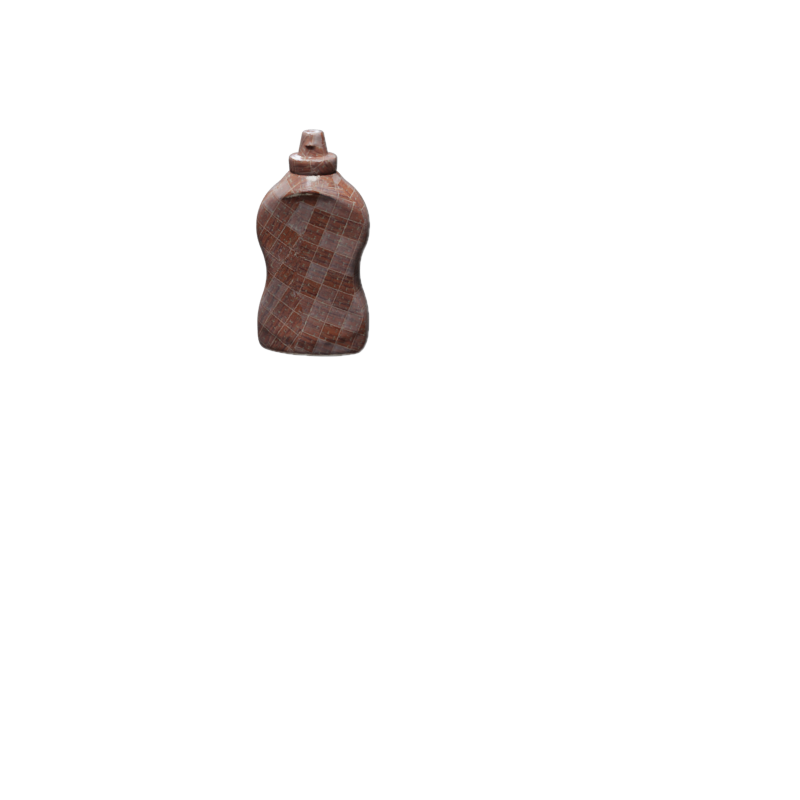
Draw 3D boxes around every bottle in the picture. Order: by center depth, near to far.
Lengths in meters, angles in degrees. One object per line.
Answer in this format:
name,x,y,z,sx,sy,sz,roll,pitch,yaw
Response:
bottle,-0.074,-0.135,0.946,0.097,0.184,0.060,4,17,9
